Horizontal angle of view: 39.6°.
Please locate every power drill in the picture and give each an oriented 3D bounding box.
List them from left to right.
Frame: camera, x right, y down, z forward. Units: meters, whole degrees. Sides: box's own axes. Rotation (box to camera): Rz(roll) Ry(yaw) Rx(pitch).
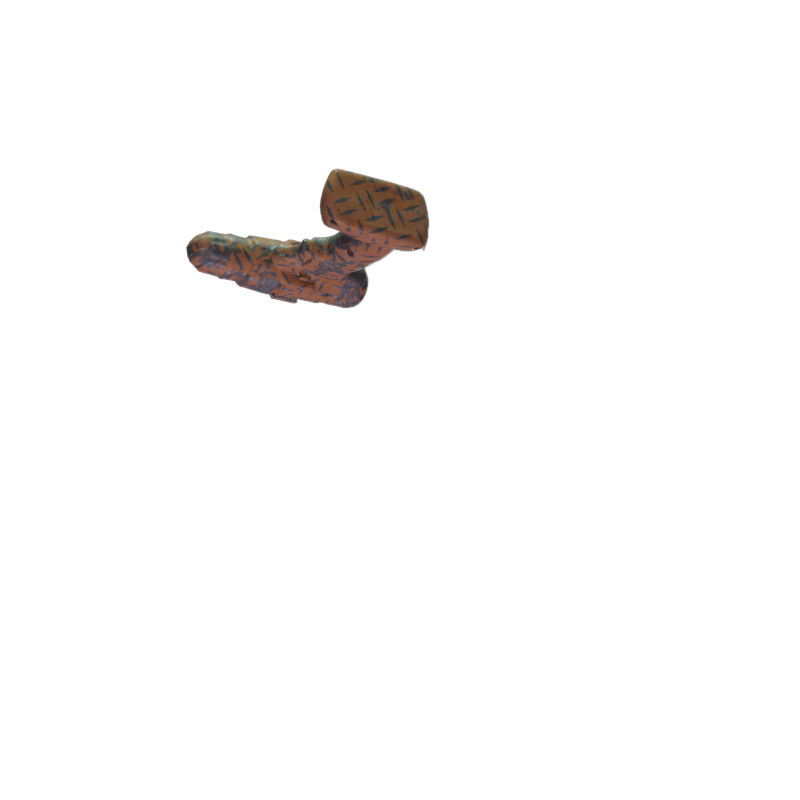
[{"bbox_3d":[-0.078,-0.142,0.996,0.177,0.060,0.187,10,-19,-30],"label":"power drill"}]
